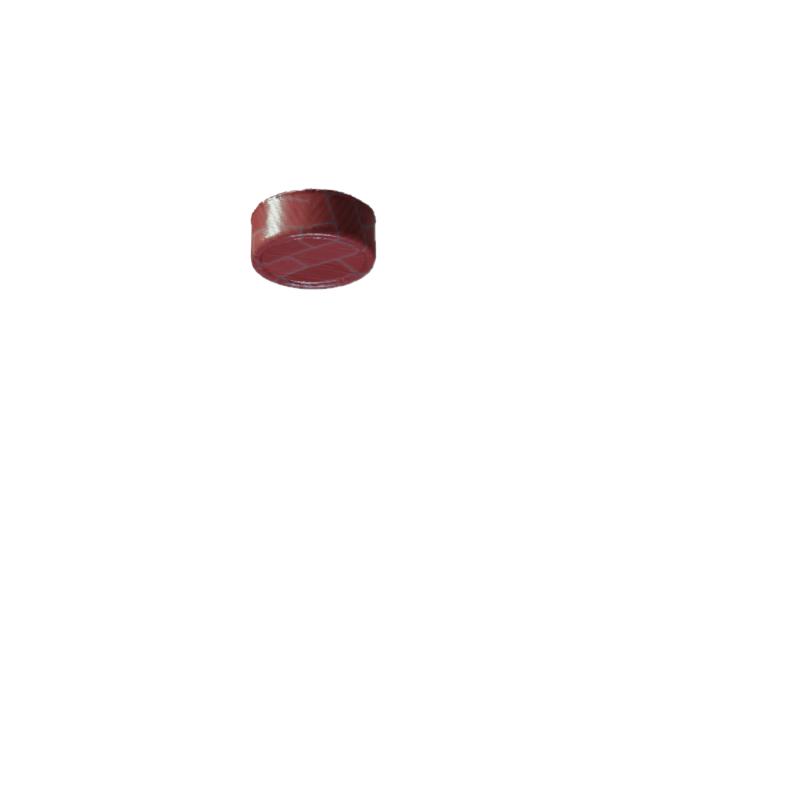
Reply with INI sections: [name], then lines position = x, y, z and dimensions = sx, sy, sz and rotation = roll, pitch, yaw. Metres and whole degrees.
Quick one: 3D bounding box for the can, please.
[can]
position = -0.059, -0.107, 0.749
dimensions = 0.086, 0.035, 0.081
rotation = 0, -22, -2
